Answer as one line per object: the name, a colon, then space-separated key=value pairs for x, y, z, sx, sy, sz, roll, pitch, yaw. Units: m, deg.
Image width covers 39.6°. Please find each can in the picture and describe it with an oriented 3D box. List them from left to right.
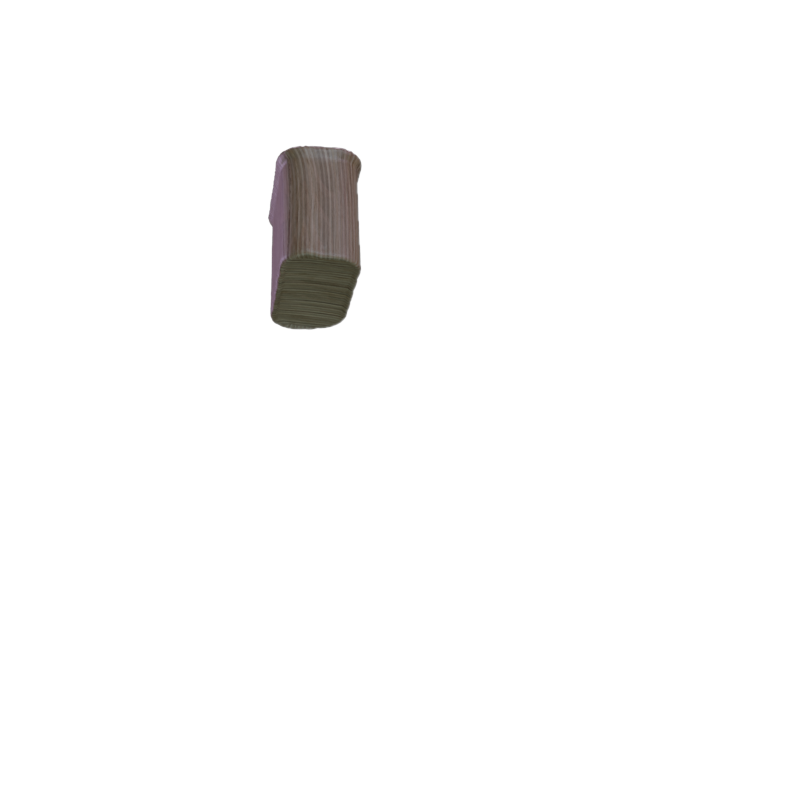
can: x=-0.058 y=-0.106 z=0.741 sx=0.057 sy=0.089 sz=0.097 roll=3 pitch=-29 yaw=-9
